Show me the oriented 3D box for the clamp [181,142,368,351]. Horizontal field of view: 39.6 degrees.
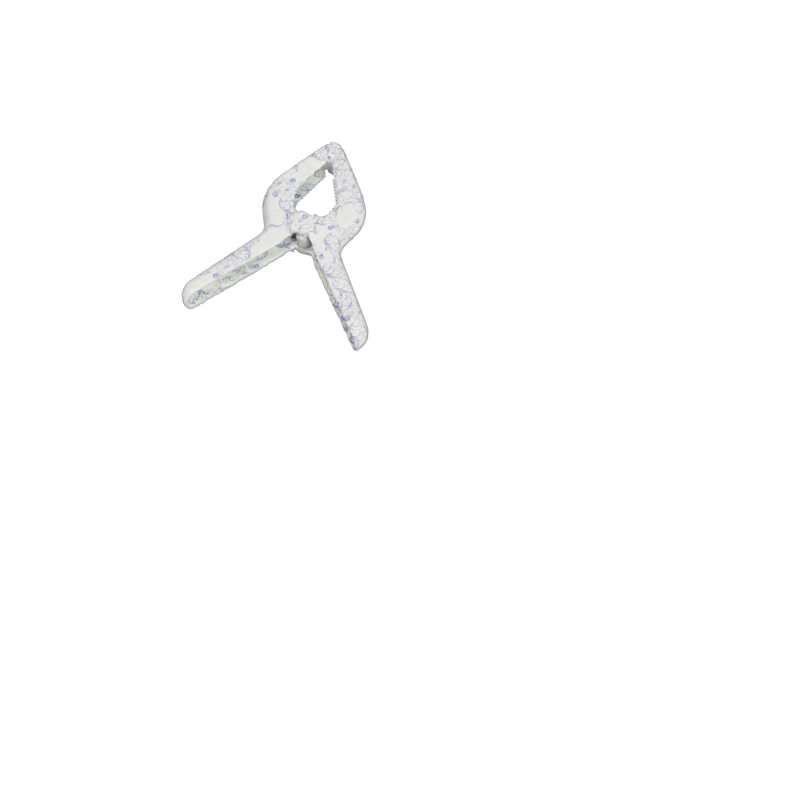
[{"bbox_3d":[-0.077,-0.141,0.989,0.169,0.219,0.034,19,-31,12],"label":"clamp"}]
